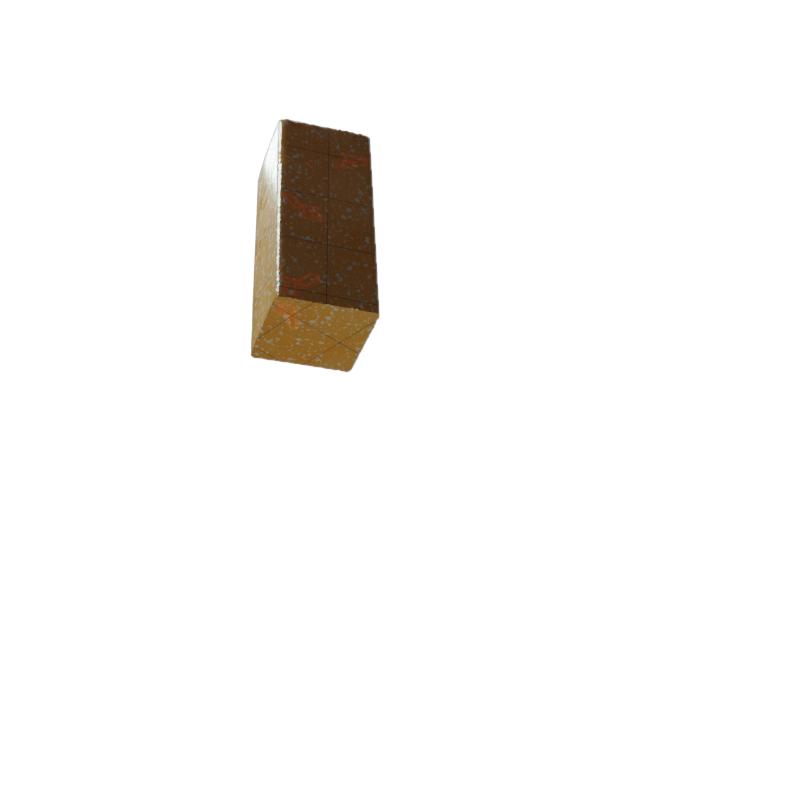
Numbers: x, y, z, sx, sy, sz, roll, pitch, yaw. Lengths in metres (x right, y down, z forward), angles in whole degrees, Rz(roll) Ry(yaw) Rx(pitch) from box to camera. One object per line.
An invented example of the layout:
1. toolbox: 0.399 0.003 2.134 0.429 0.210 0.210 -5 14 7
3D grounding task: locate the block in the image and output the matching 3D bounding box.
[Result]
1. block: -0.077 -0.141 0.983 0.089 0.221 0.086 9 -39 -15
